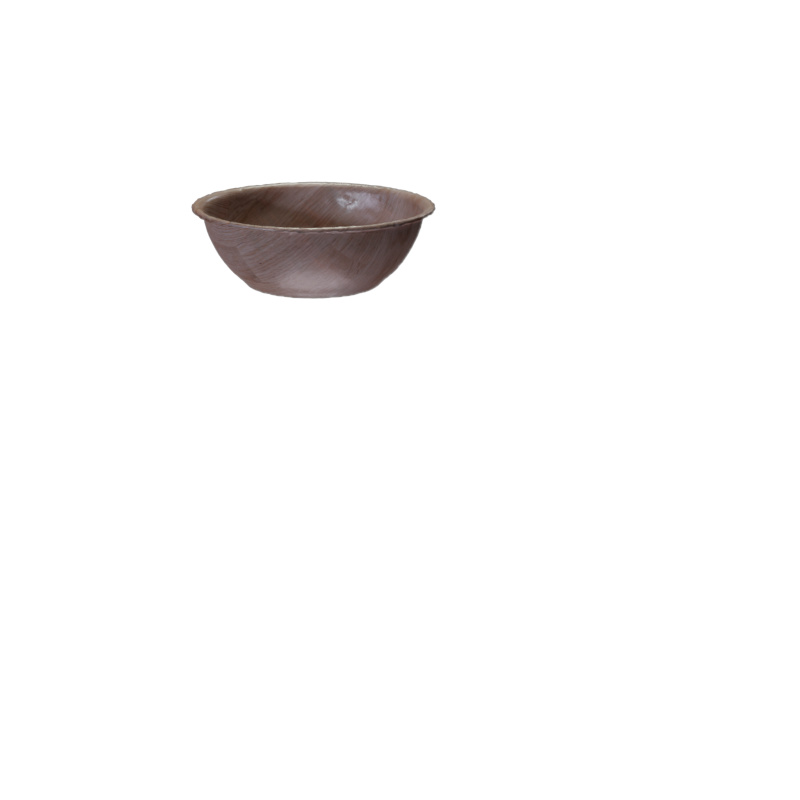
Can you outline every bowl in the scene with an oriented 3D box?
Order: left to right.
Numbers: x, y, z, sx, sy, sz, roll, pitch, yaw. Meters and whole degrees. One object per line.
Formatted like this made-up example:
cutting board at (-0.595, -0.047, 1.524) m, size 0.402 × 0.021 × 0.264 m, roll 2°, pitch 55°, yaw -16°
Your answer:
bowl at (-0.058, -0.106, 0.742) m, size 0.162 × 0.053 × 0.169 m, roll -1°, pitch 19°, yaw -2°
